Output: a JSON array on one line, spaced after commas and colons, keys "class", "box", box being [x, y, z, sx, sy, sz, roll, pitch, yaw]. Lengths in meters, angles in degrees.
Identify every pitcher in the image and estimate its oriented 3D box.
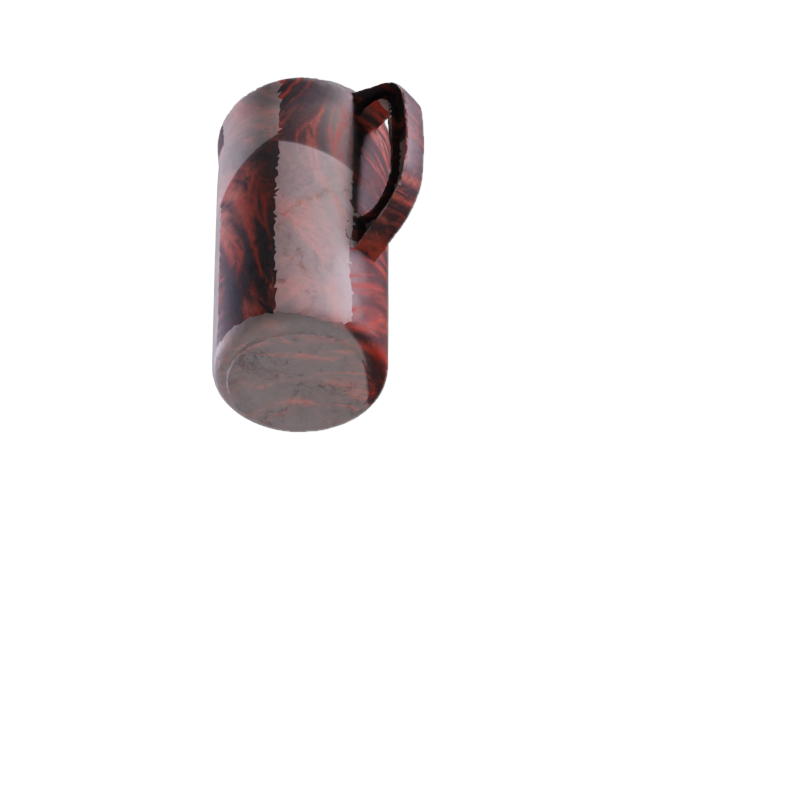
[{"class": "pitcher", "box": [-0.059, -0.108, 0.754, 0.144, 0.261, 0.139, 1, -45, -5]}]
